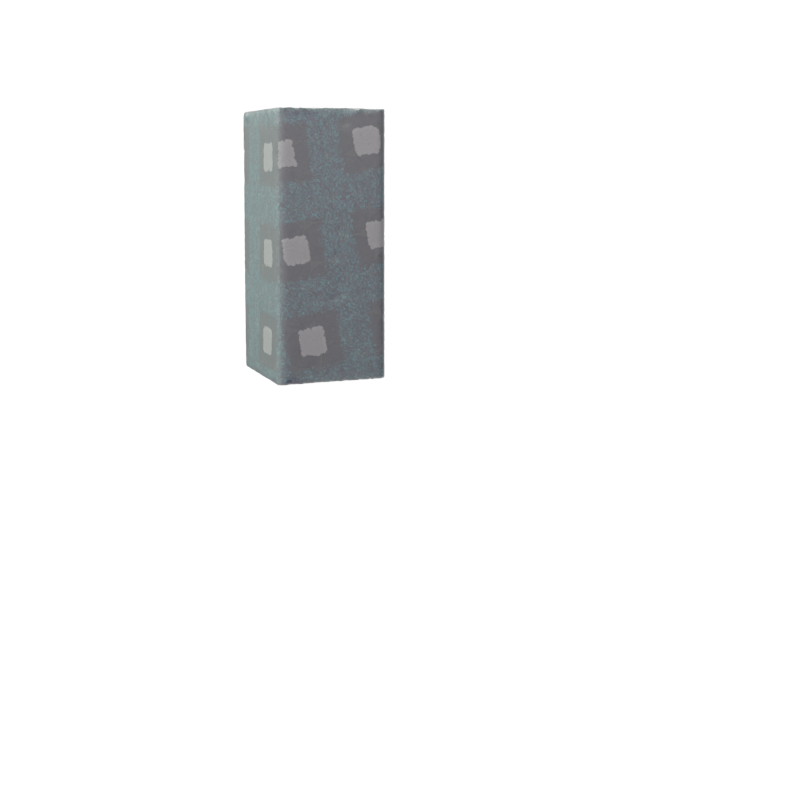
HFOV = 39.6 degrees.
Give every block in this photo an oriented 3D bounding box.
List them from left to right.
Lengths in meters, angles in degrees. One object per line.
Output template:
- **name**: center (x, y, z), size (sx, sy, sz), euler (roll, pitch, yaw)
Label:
- **block**: center (-0.069, -0.125, 0.873), size (0.088, 0.204, 0.094), euler (-2, 6, -22)
